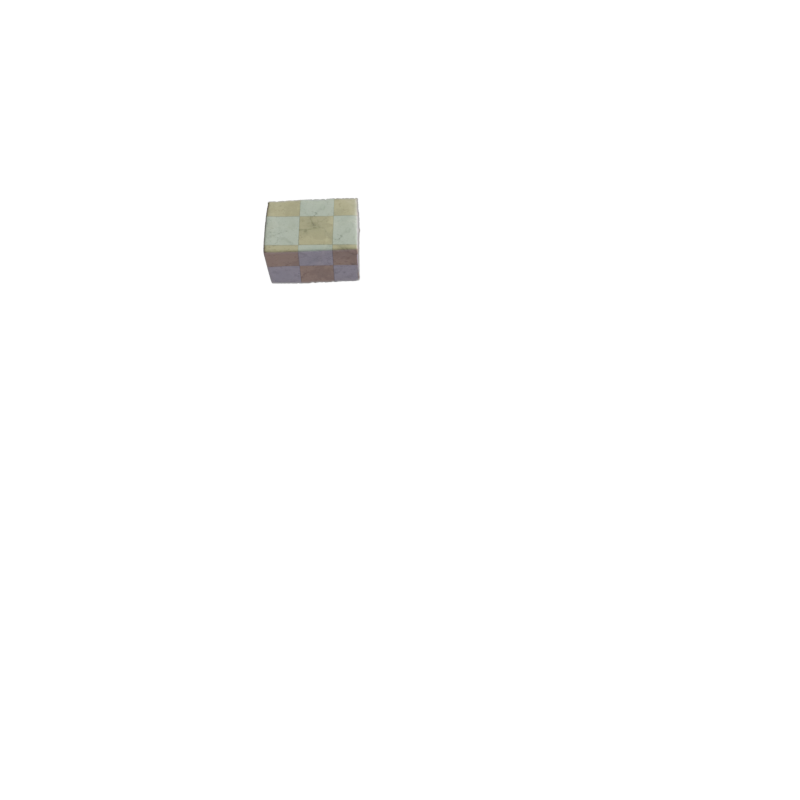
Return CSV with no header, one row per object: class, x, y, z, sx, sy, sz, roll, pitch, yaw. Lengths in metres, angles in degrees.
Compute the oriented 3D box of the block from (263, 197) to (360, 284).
block,-0.073,-0.132,0.927,0.078,0.055,0.049,-2,-29,2
